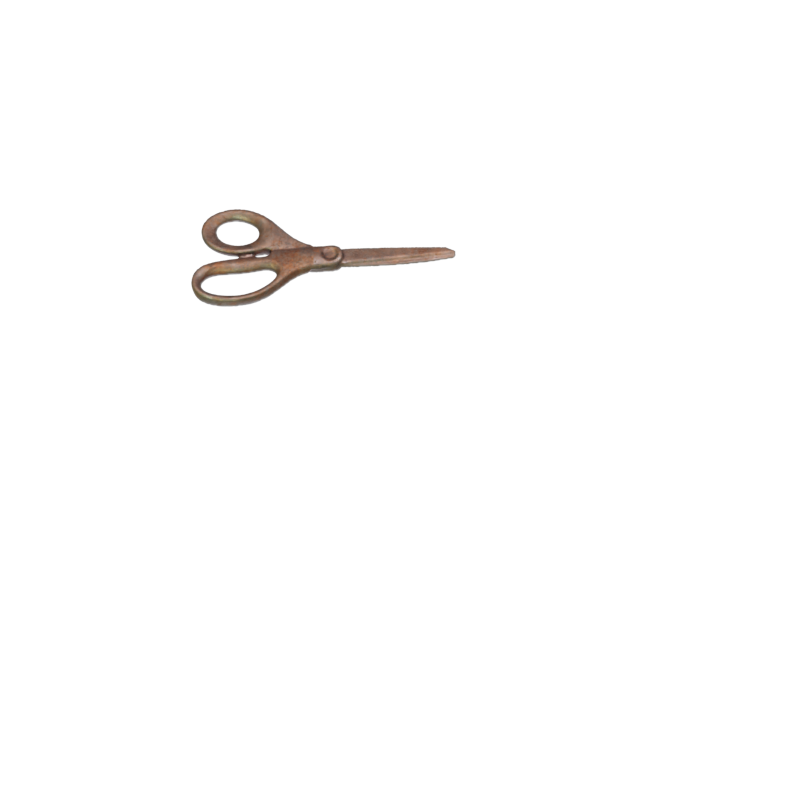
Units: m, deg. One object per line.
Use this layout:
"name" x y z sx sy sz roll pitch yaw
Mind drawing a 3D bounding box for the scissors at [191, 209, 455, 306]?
"scissors" -0.068 -0.124 0.865 0.200 0.104 0.015 -16 -33 -11
